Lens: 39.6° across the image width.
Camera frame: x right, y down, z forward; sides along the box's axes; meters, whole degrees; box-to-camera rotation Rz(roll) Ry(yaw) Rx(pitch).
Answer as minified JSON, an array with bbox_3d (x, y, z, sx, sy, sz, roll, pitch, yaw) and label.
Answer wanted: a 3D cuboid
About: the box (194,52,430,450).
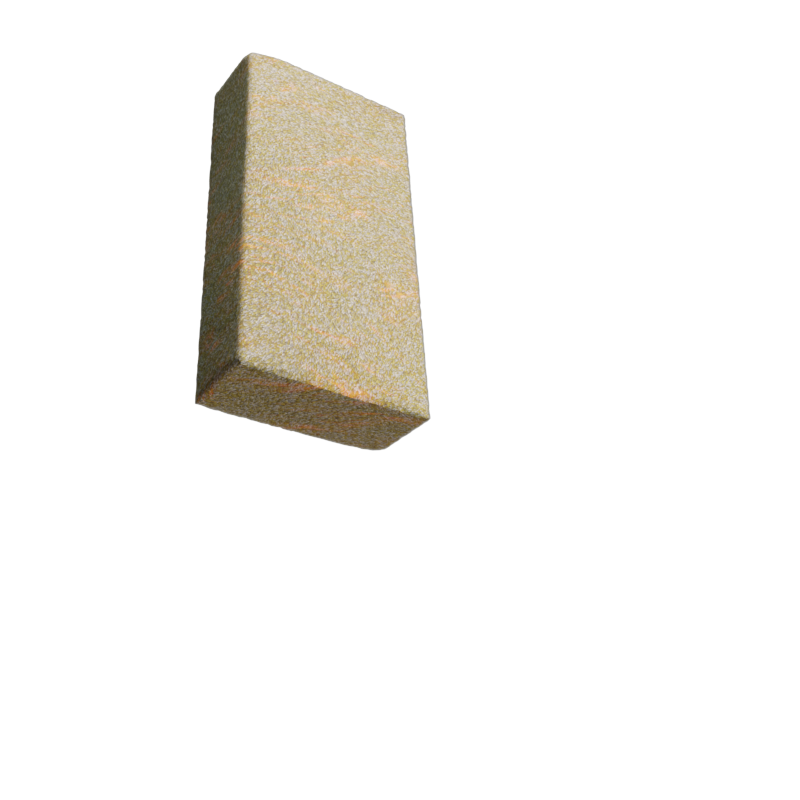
[{"bbox_3d":[-0.039,-0.072,0.502,0.089,0.188,0.047,17,-38,-28],"label":"box"}]
